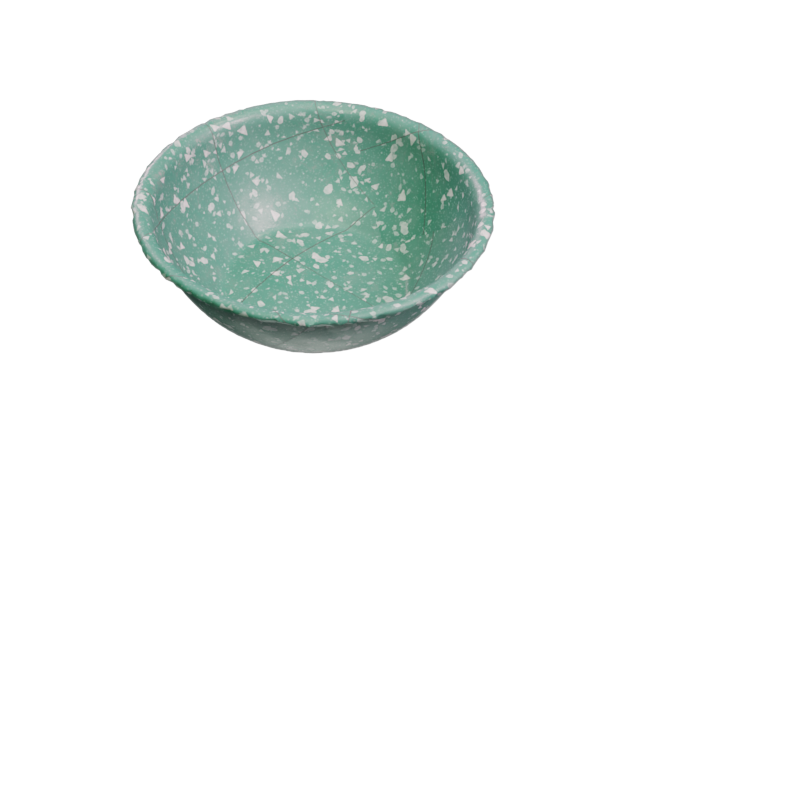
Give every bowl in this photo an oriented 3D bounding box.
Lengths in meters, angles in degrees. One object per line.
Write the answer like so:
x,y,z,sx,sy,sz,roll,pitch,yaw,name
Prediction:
-0.040,-0.073,0.512,0.162,0.051,0.174,-1,44,-1,bowl
